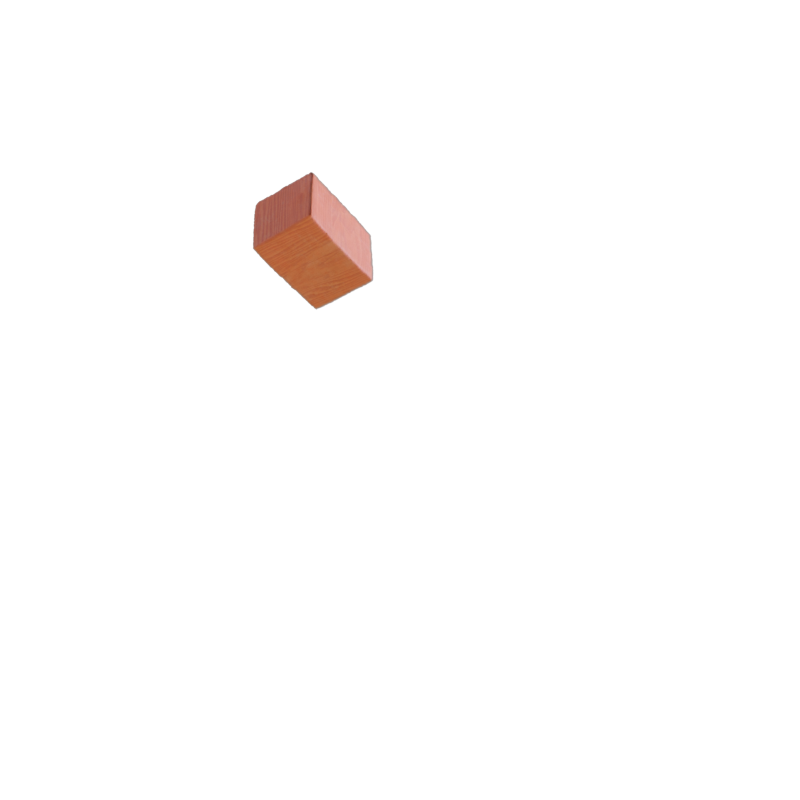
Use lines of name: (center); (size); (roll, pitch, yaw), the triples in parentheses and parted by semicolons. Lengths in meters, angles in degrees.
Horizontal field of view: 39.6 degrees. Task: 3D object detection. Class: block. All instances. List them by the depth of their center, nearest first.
block: (-0.062, -0.114, 0.796); (0.053, 0.055, 0.072); (-27, -50, 23)
